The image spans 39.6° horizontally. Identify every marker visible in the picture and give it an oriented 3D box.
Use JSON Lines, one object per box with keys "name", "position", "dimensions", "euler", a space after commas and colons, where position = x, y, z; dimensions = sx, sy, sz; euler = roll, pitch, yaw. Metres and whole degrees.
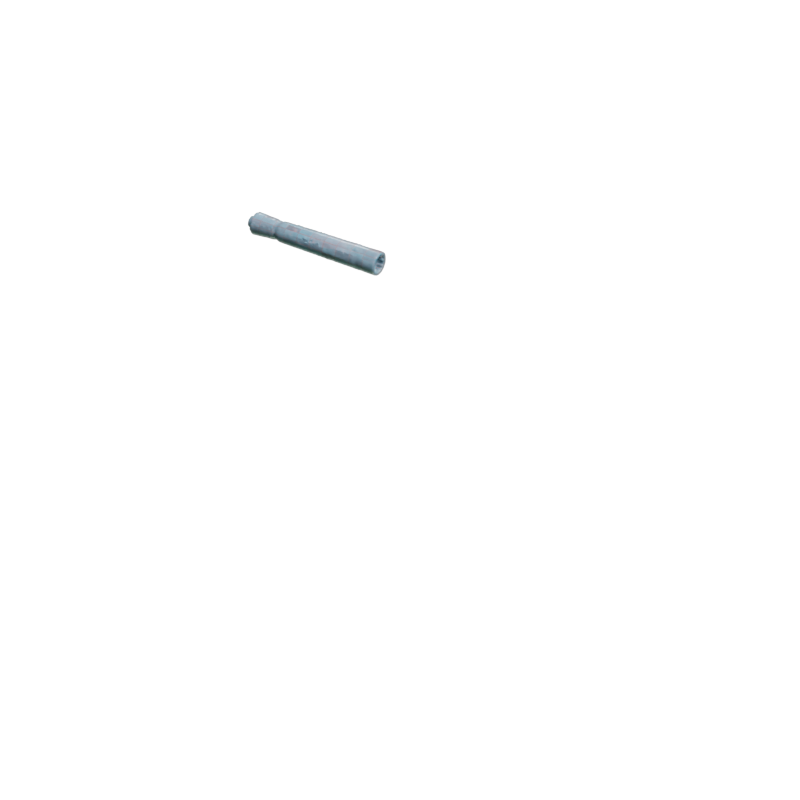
{"name": "marker", "position": [-0.067, -0.123, 0.860], "dimensions": [0.127, 0.019, 0.019], "euler": [22, 14, 28]}
